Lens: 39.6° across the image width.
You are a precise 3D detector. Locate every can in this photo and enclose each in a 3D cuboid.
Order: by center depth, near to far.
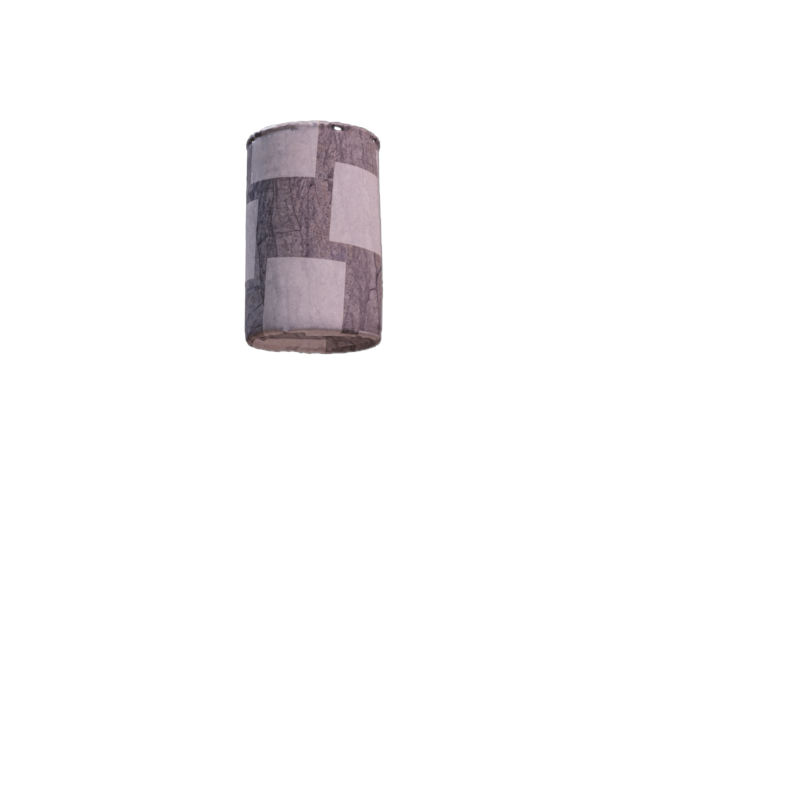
[{"bbox_3d":[-0.043,-0.078,0.546,0.068,0.106,0.066,0,-12,-2],"label":"can"}]
